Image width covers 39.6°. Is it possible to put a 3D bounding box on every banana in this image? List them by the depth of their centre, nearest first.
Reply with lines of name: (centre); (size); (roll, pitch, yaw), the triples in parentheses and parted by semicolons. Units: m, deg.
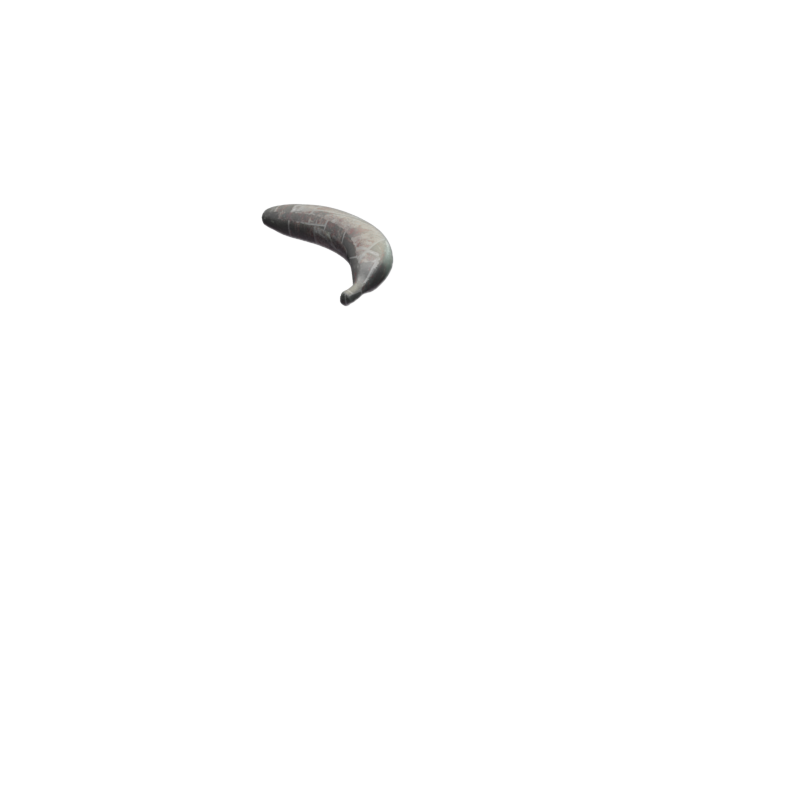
banana: (-0.055, -0.136, 0.946); (0.068, 0.035, 0.212); (-11, 29, -22)
